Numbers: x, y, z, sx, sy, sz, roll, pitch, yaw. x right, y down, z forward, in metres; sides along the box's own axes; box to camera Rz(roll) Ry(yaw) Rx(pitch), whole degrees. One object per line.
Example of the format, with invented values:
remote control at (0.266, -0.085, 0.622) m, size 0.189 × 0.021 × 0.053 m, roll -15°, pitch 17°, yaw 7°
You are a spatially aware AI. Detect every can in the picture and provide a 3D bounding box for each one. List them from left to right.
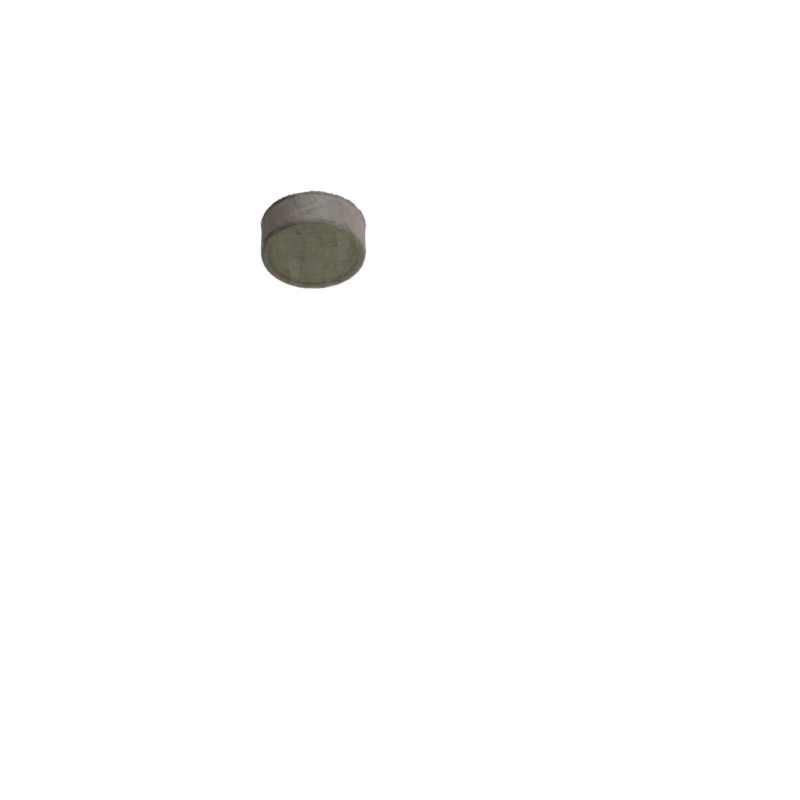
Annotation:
can at (-0.070, -0.127, 0.893) m, size 0.086 × 0.036 × 0.080 m, roll 1°, pitch -36°, yaw -2°
